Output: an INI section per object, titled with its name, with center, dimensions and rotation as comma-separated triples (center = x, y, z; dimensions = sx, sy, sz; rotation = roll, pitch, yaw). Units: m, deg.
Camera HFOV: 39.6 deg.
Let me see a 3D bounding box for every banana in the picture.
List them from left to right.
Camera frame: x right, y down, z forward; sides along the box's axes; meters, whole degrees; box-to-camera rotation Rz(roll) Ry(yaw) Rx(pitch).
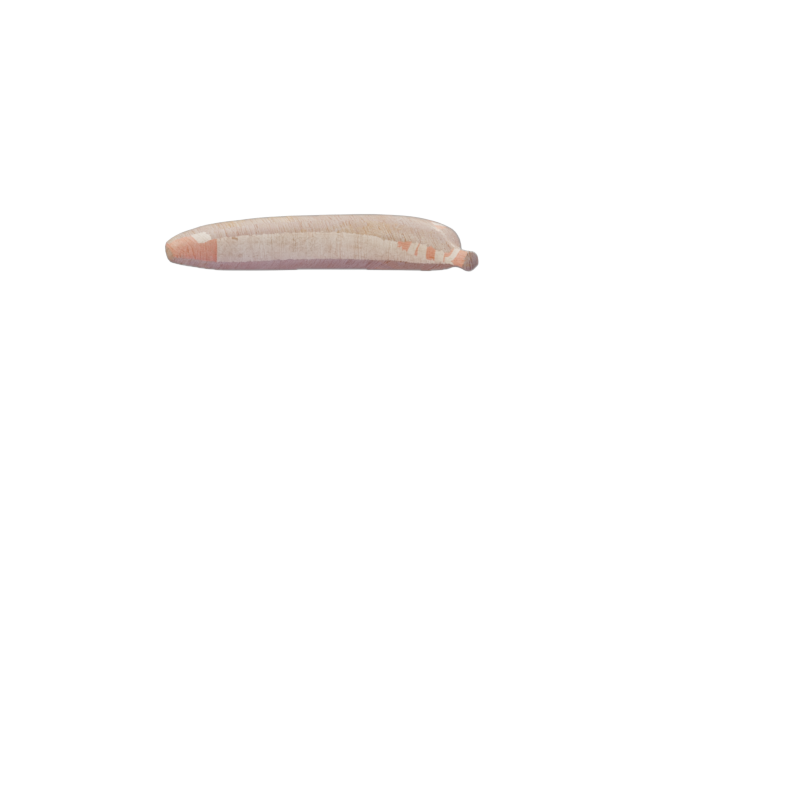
[banana]
center = -0.047, -0.101, 0.707
dimensions = 0.201, 0.037, 0.069
rotation = 2, 5, 13
